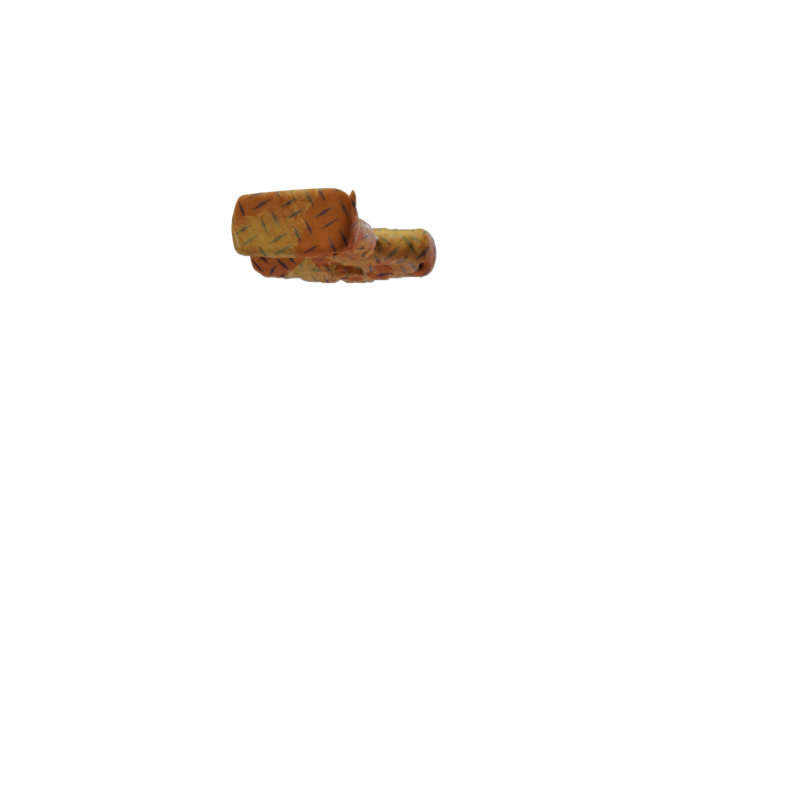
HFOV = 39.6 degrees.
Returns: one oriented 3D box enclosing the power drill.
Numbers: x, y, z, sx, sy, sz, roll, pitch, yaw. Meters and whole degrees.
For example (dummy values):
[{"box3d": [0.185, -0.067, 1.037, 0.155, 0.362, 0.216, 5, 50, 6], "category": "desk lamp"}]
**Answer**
[{"box3d": [-0.077, -0.141, 0.988, 0.189, 0.058, 0.181, -1, -2, 20], "category": "power drill"}]
